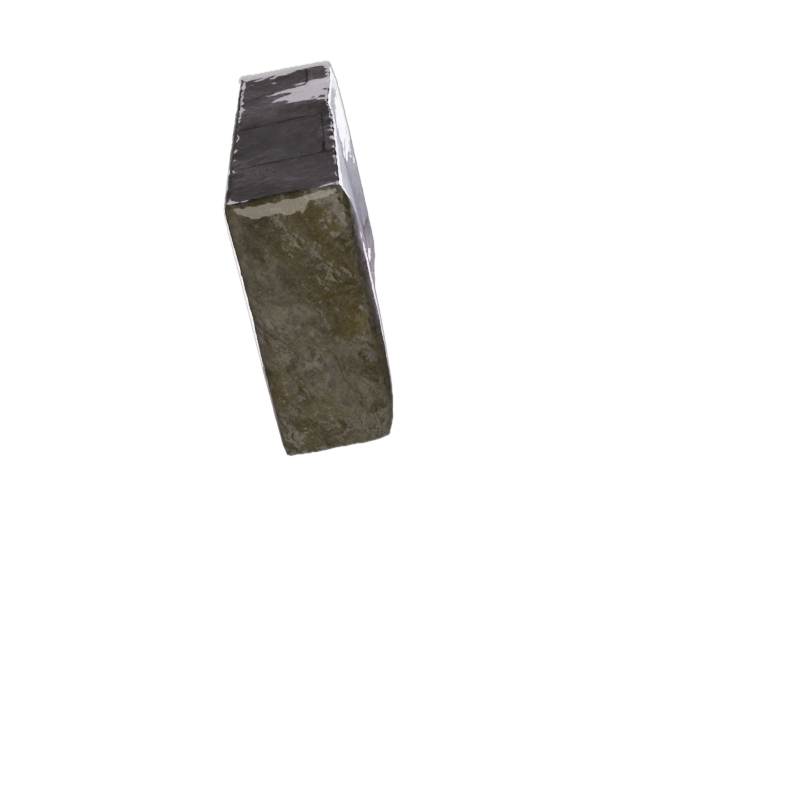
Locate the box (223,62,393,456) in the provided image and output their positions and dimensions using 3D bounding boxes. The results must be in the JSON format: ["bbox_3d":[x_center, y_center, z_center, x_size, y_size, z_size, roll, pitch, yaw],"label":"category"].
[{"bbox_3d":[-0.054,-0.098,0.689,0.072,0.154,0.227,-10,31,2],"label":"box"}]
